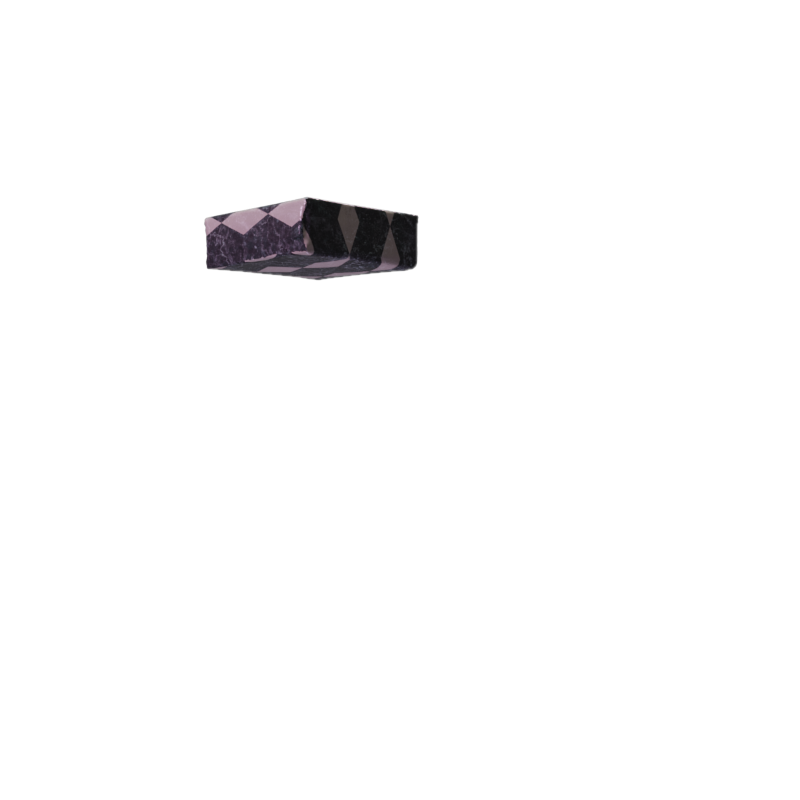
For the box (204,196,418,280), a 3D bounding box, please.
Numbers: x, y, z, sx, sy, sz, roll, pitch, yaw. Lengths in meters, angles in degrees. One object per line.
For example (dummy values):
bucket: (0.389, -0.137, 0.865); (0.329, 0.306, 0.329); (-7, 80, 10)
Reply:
box: (-0.056, -0.102, 0.714); (0.093, 0.039, 0.108); (-2, -3, 40)
